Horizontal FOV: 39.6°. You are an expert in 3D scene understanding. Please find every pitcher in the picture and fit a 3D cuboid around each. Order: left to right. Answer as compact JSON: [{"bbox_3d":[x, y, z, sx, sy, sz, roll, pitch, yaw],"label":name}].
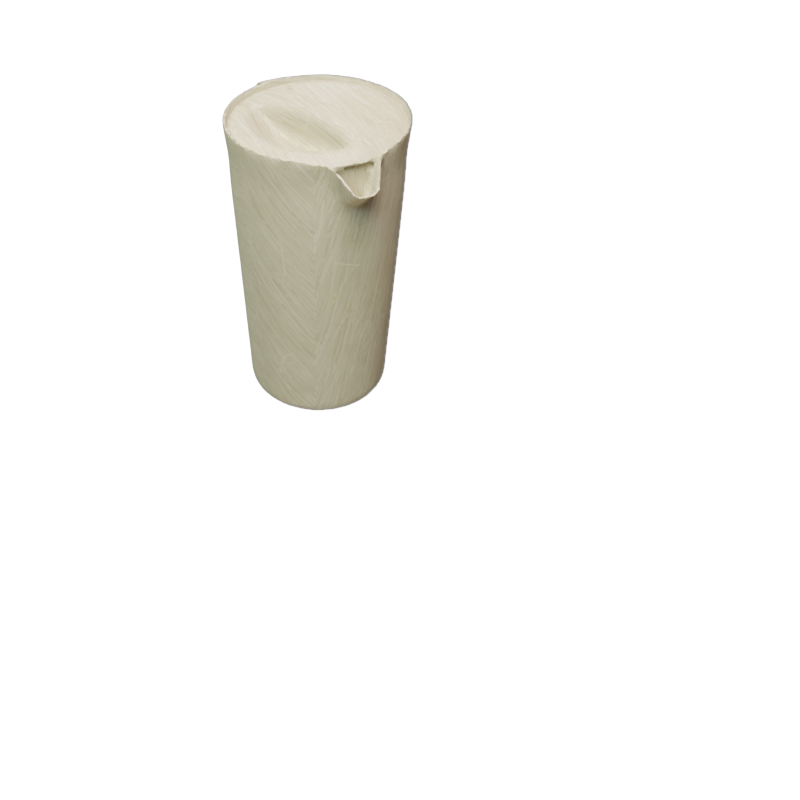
[{"bbox_3d":[-0.066,-0.121,0.847,0.149,0.227,0.155,13,39,13],"label":"pitcher"}]
